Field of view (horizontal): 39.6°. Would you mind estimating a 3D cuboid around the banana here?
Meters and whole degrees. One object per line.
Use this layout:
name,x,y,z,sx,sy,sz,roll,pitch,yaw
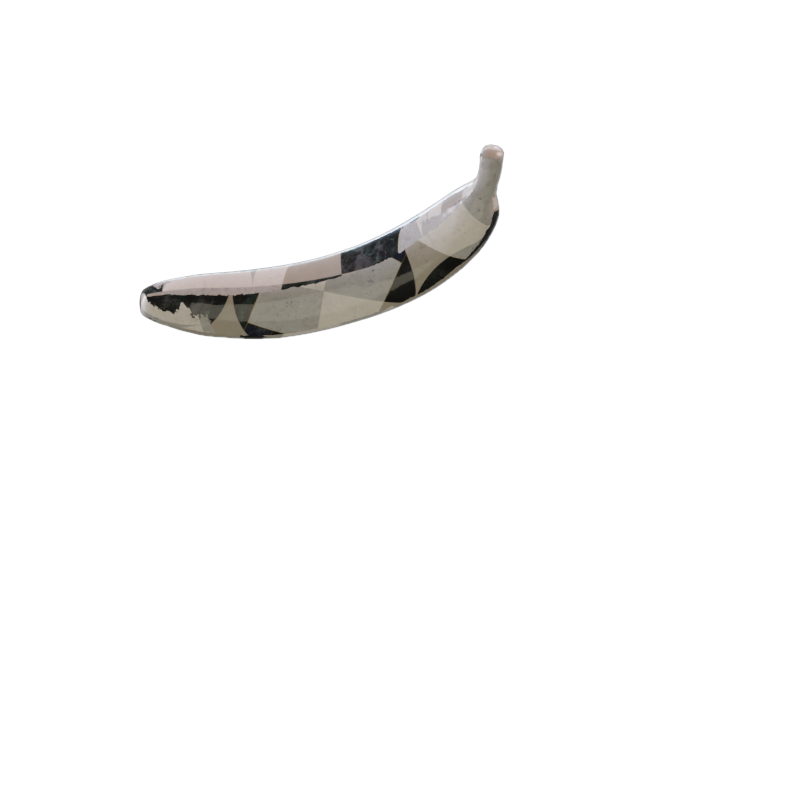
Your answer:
banana,-0.031,-0.067,0.552,0.198,0.065,0.039,-21,34,15
